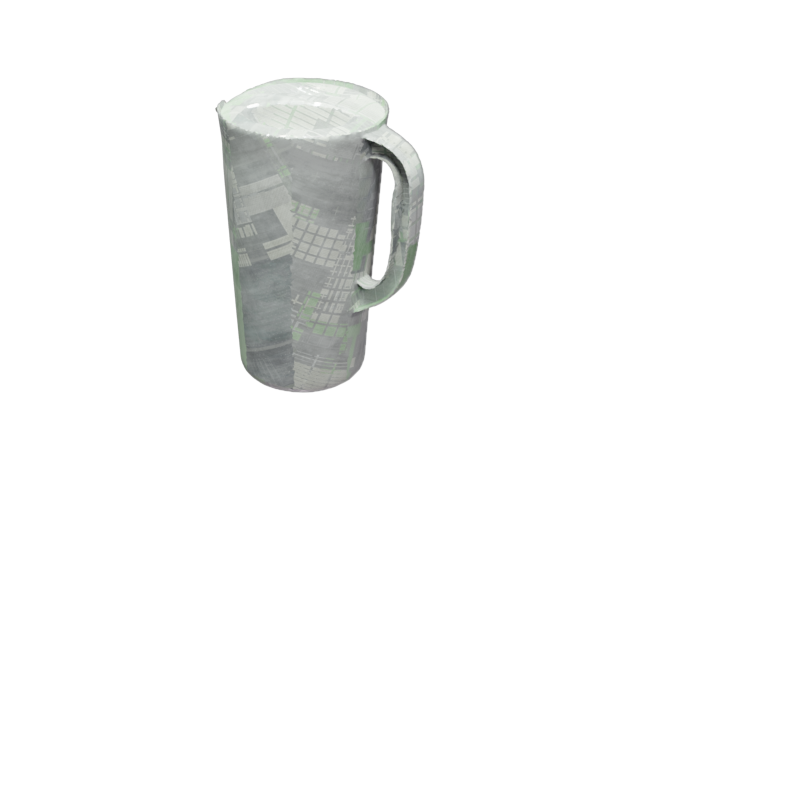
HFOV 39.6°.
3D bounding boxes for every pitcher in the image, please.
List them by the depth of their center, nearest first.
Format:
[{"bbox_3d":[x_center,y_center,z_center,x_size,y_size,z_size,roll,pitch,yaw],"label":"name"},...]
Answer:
[{"bbox_3d":[-0.070,-0.128,0.899,0.143,0.229,0.160,-5,31,-12],"label":"pitcher"}]
